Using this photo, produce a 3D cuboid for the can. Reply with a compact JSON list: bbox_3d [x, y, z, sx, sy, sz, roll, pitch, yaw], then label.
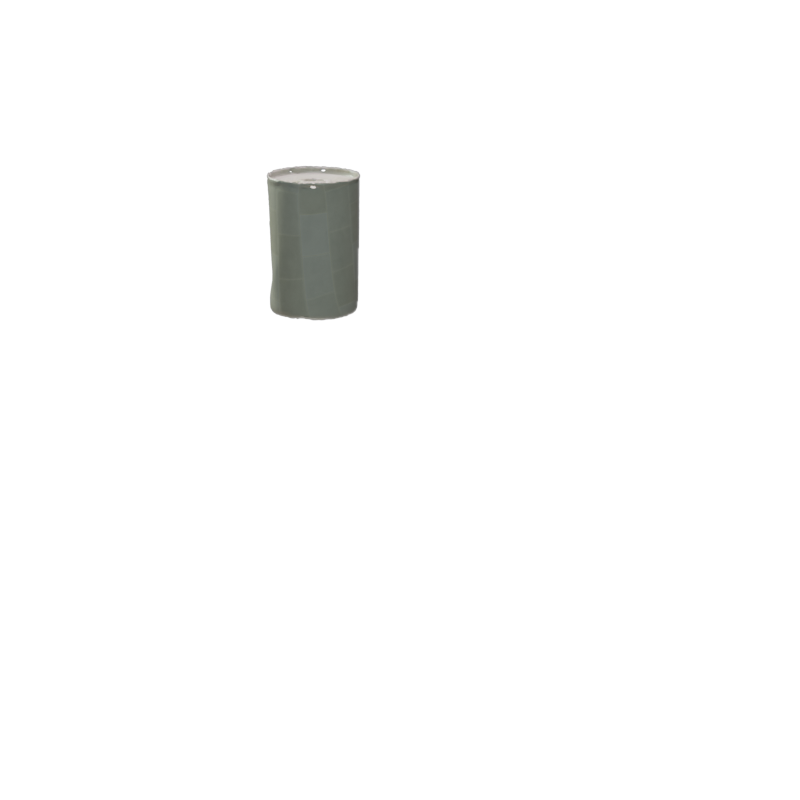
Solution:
[{"bbox_3d":[-0.064,-0.117,0.817,0.068,0.099,0.071,0,16,-2],"label":"can"}]
